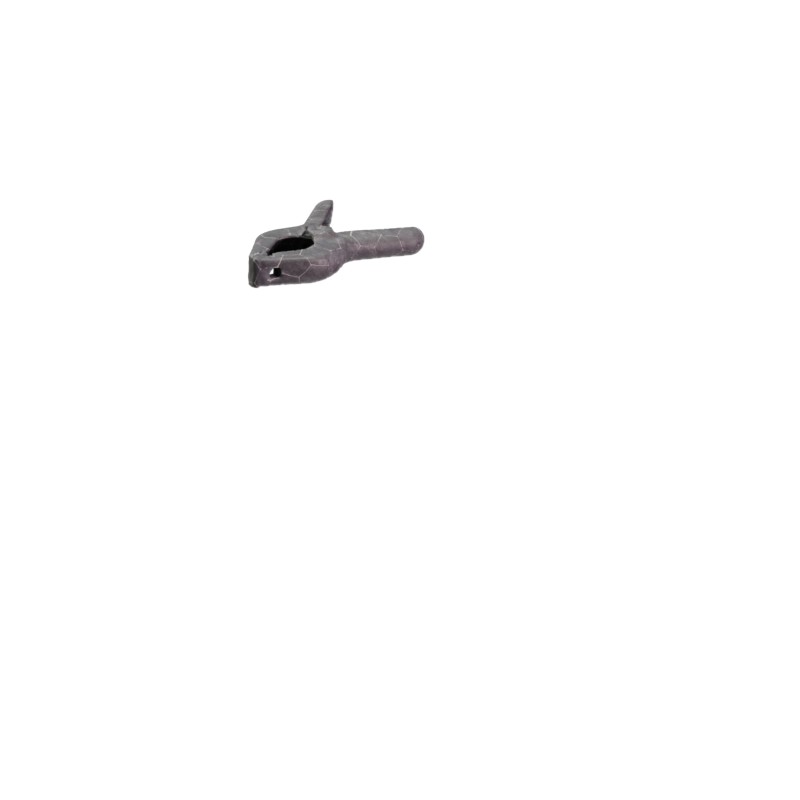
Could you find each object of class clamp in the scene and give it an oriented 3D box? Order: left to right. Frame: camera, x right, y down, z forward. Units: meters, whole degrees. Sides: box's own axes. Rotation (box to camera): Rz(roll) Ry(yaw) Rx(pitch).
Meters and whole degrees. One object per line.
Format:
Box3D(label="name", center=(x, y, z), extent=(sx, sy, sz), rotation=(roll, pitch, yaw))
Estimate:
Box3D(label="clamp", center=(-0.076, -0.139, 0.977), extent=(0.168, 0.037, 0.128), rotation=(-19, 29, -38))
